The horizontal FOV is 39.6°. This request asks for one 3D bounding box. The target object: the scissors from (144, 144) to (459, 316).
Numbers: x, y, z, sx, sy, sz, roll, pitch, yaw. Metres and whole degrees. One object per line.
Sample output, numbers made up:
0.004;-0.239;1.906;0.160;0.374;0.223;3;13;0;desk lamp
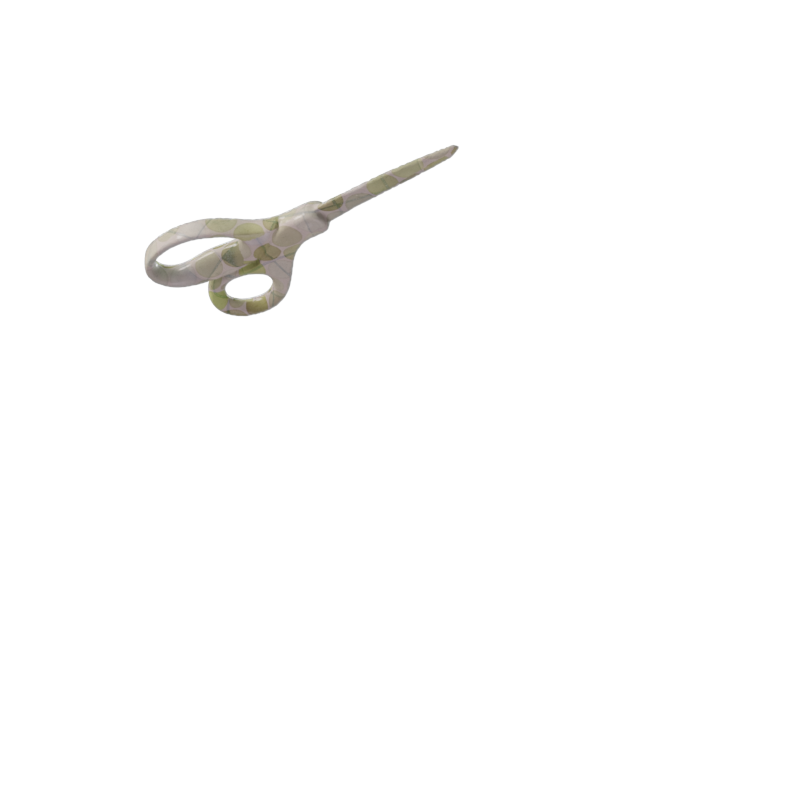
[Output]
-0.050;-0.091;0.637;0.204;0.017;0.089;-11;-33;18;scissors
